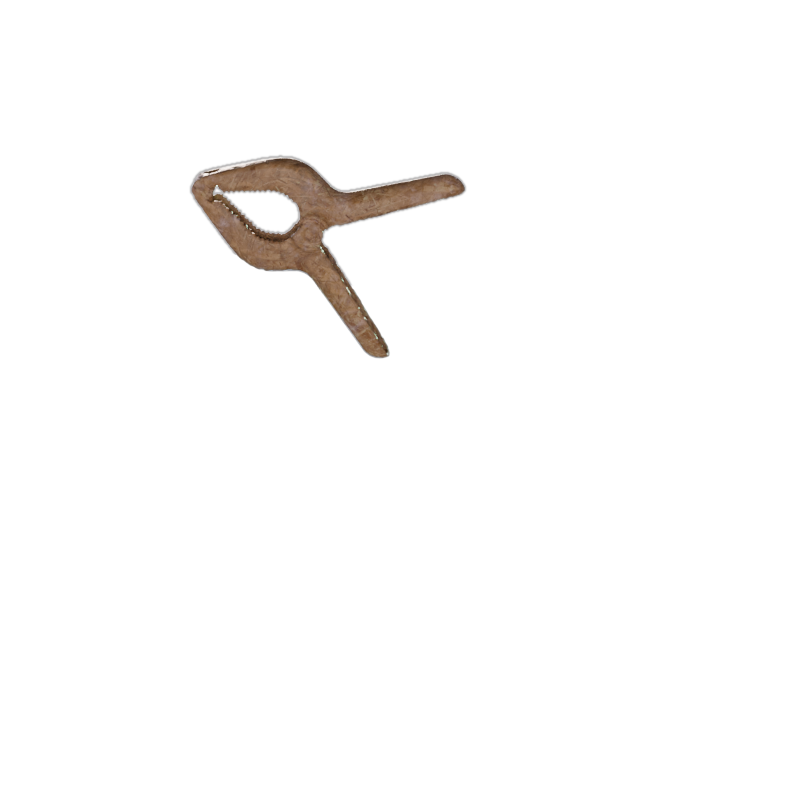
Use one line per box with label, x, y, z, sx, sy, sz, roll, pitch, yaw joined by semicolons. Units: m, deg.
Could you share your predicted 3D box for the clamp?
clamp;-0.070;-0.128;0.894;0.208;0.160;0.038;15;16;-4
